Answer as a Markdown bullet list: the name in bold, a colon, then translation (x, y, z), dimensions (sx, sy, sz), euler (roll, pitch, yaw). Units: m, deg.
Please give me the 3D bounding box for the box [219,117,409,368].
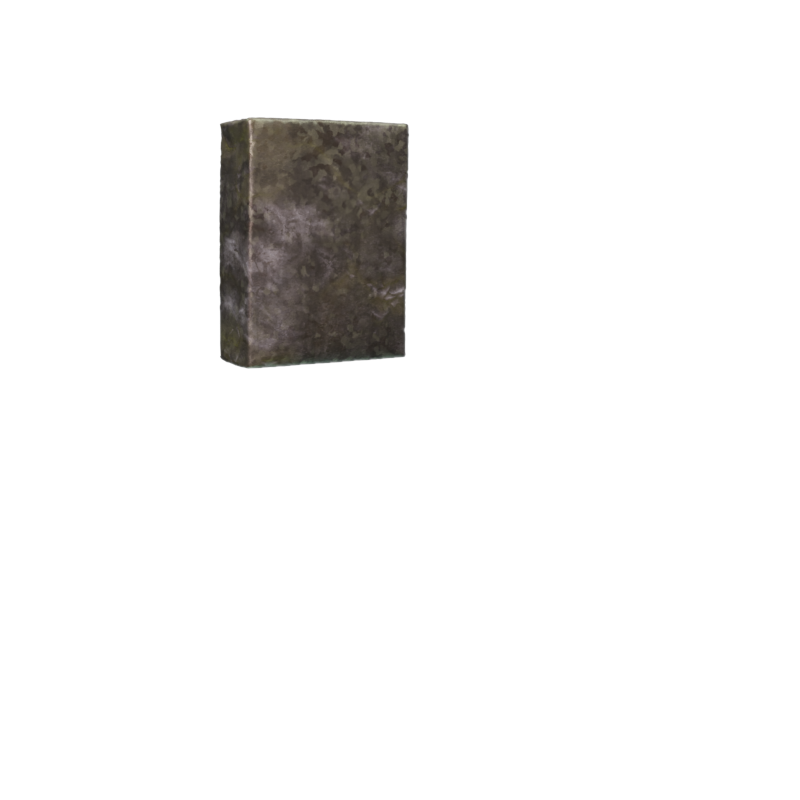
- **box**: translation (-0.078, -0.142, 0.993), dimensions (0.159, 0.212, 0.075), euler (-3, 4, -31)
